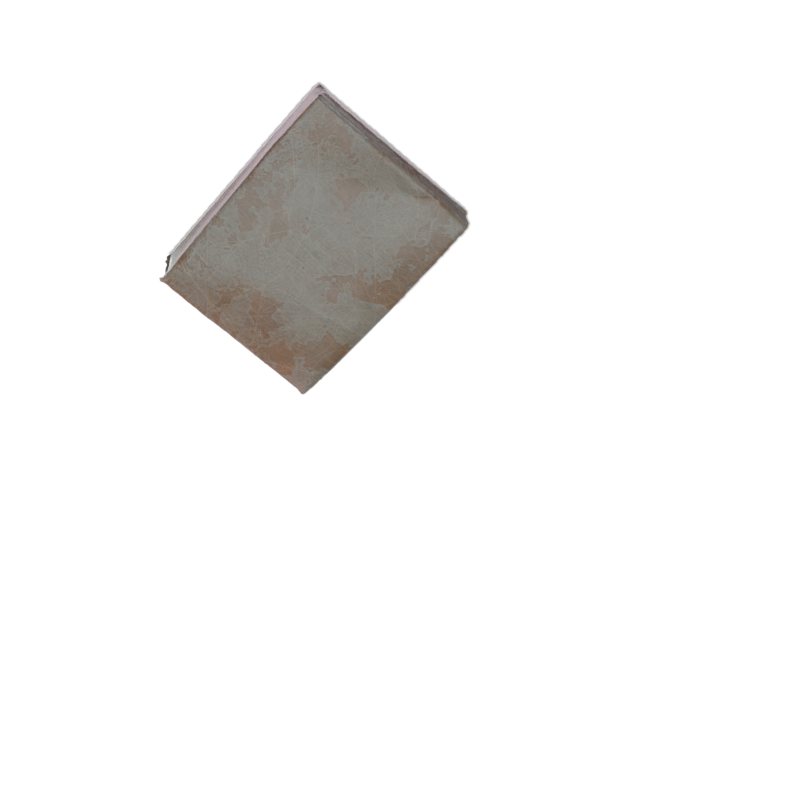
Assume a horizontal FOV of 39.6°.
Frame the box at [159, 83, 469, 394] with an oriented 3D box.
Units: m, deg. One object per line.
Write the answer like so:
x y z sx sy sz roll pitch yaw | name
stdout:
-0.039 -0.072 0.502 0.087 0.112 0.040 41 12 -12 | box
